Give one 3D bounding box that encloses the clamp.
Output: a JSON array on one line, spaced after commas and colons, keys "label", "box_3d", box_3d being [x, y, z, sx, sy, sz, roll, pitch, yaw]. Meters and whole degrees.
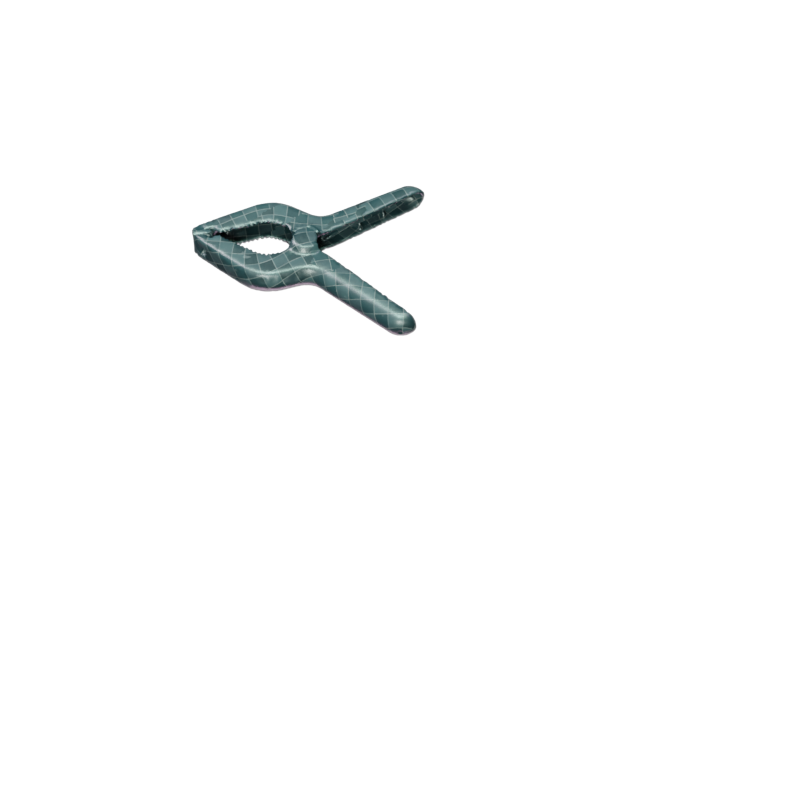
[{"label": "clamp", "box_3d": [-0.077, -0.141, 0.985, 0.213, 0.174, 0.034, 10, -39, 8]}]
